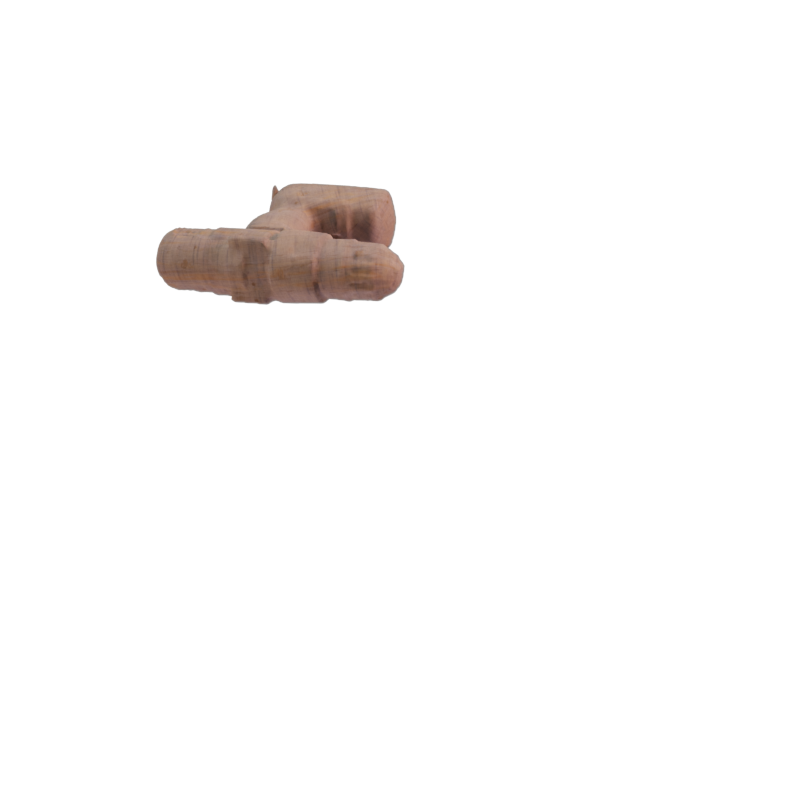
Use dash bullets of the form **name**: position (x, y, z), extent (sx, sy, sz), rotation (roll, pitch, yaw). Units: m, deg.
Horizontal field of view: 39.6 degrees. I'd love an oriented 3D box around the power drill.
- **power drill**: position (-0.066, -0.120, 0.843), extent (0.190, 0.055, 0.189), rotation (7, 21, 18)
